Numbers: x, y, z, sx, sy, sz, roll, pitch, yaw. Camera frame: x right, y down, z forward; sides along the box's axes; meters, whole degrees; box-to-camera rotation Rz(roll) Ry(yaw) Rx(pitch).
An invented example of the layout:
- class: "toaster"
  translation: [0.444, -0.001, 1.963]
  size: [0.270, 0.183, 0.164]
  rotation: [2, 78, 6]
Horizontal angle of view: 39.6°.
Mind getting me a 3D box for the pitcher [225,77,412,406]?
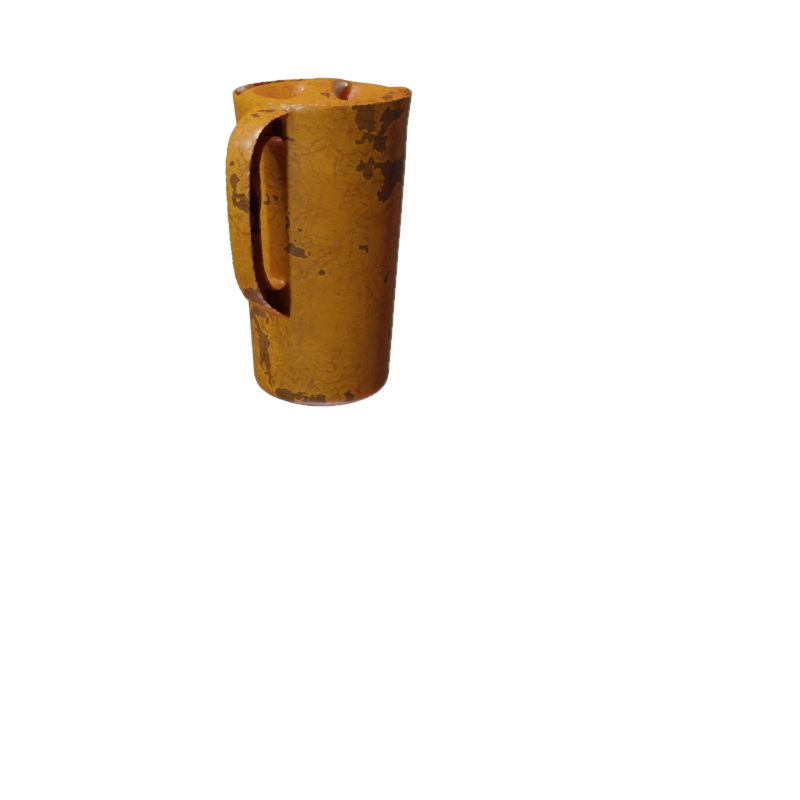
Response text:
- class: "pitcher"
  translation: [-0.066, -0.121, 0.846]
  size: [0.147, 0.234, 0.153]
  rotation: [-4, 19, -14]
